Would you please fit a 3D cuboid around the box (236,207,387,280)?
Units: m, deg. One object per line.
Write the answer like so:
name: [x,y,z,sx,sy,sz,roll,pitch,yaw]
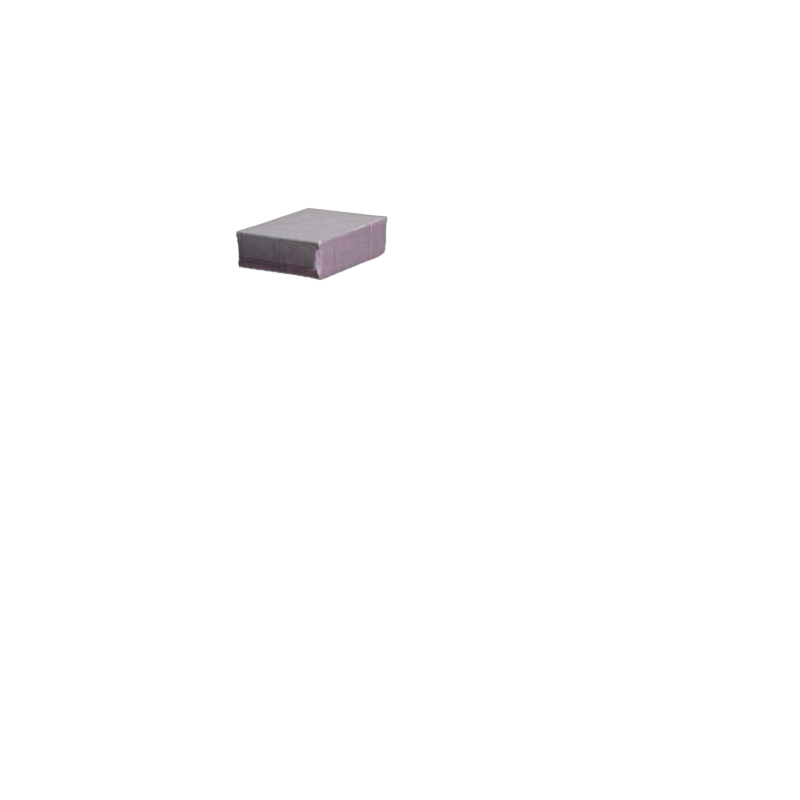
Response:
box: [-0.077,-0.141,0.989,0.094,0.037,0.112,12,22,30]
